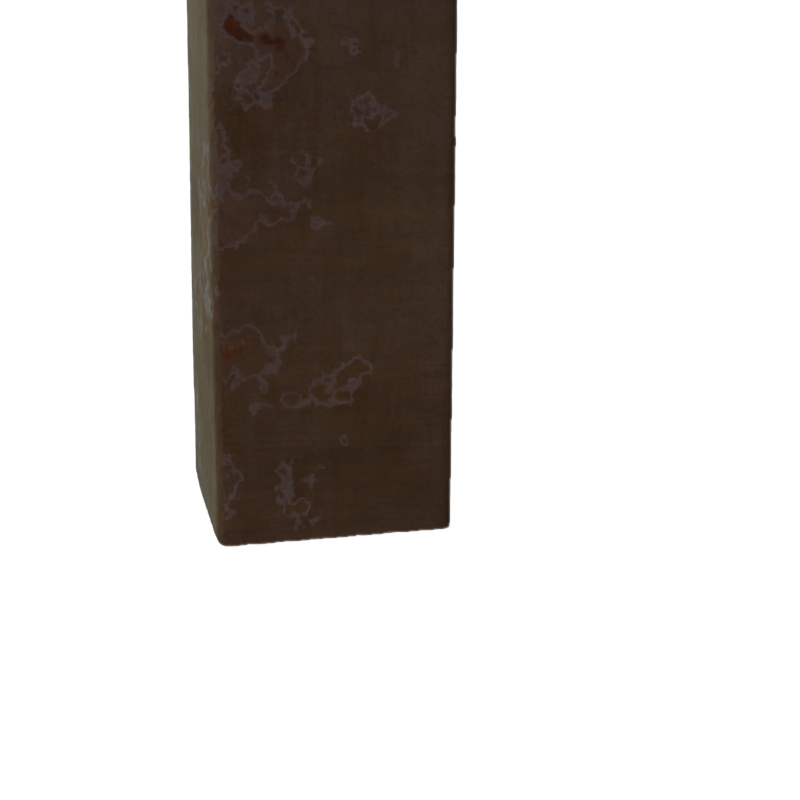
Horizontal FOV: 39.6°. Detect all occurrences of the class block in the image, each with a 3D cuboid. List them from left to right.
[{"bbox_3d":[-0.034,-0.061,0.431,0.089,0.202,0.094,-2,10,-14],"label":"block"}]
